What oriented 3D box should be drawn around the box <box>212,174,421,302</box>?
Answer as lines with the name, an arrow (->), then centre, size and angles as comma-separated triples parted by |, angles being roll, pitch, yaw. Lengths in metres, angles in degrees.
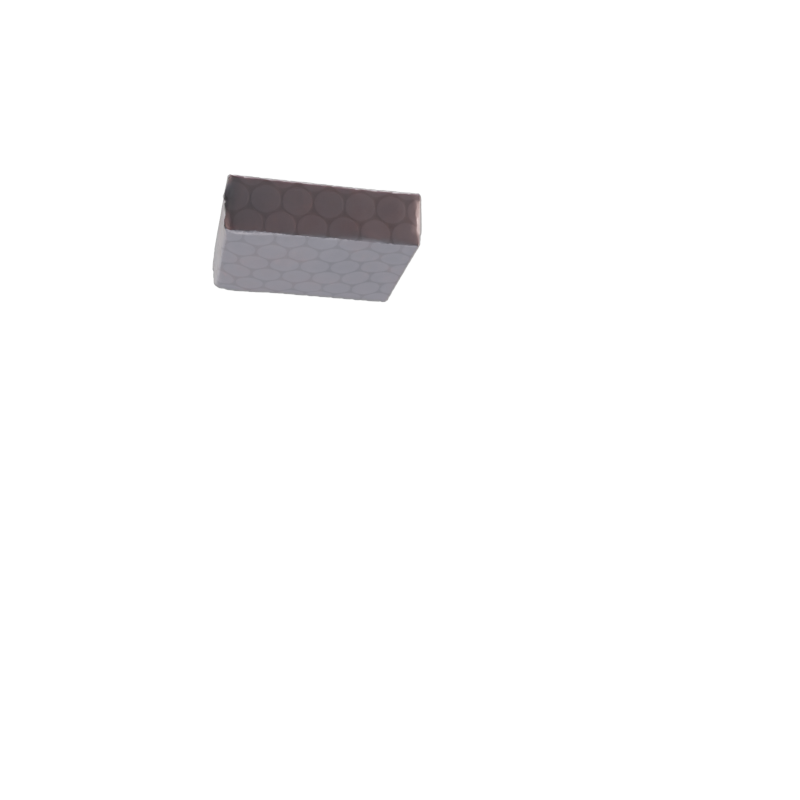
box -> -0.051, -0.093, 0.653 | 0.112, 0.041, 0.087 | 3, -19, -10
